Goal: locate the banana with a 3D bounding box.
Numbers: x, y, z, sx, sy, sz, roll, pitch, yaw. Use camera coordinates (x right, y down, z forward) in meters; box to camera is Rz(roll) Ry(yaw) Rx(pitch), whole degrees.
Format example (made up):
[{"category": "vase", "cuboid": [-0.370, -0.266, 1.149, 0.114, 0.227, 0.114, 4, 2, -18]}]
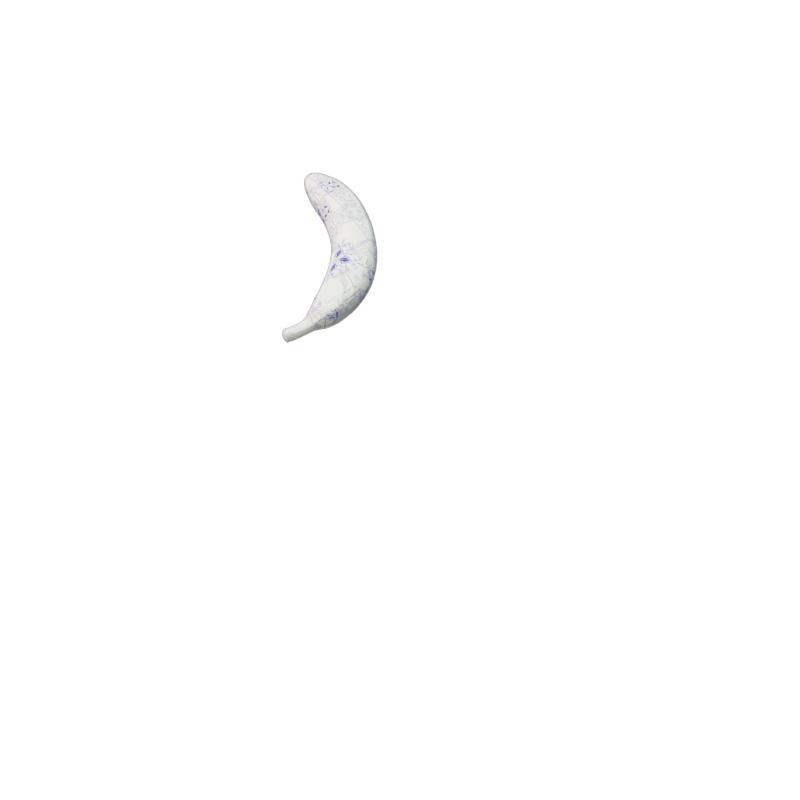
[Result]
[{"category": "banana", "cuboid": [-0.053, -0.126, 0.905, 0.070, 0.034, 0.211, 2, 45, 1]}]
